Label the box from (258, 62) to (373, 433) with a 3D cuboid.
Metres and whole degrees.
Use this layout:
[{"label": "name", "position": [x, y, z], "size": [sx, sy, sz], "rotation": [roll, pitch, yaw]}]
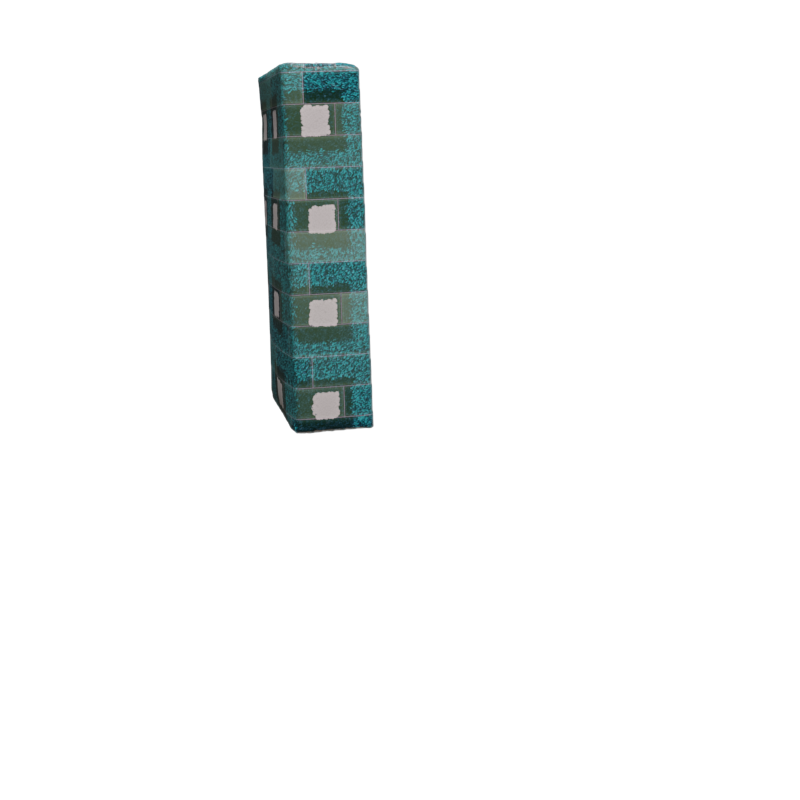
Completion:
[{"label": "box", "position": [-0.044, -0.081, 0.567], "size": [0.047, 0.174, 0.096], "rotation": [-1, 7, -13]}]
